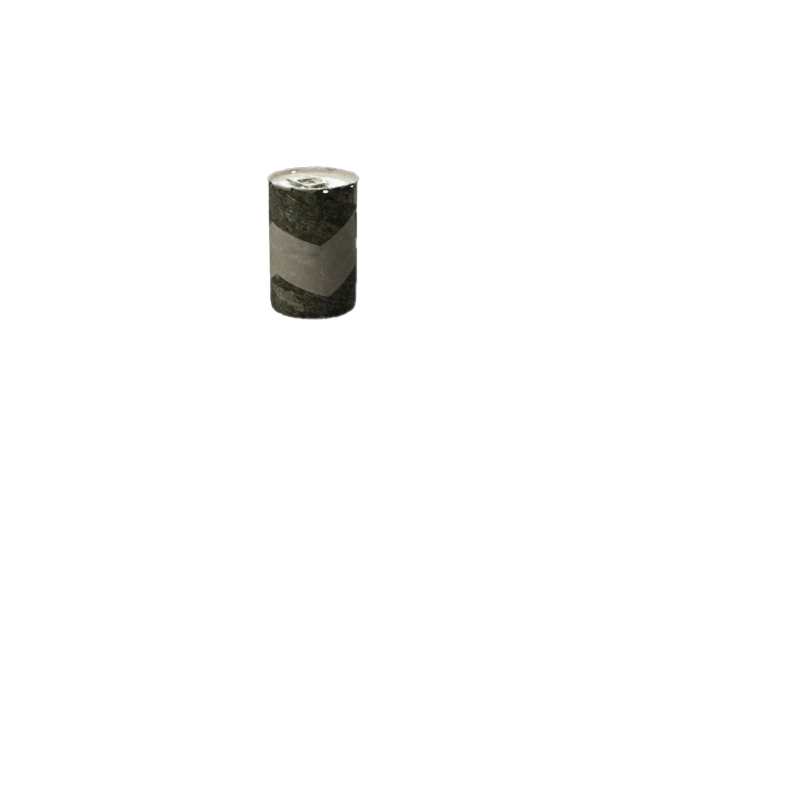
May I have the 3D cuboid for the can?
[{"bbox_3d":[-0.066,-0.120,0.839,0.068,0.098,0.072,0,20,-2],"label":"can"}]
